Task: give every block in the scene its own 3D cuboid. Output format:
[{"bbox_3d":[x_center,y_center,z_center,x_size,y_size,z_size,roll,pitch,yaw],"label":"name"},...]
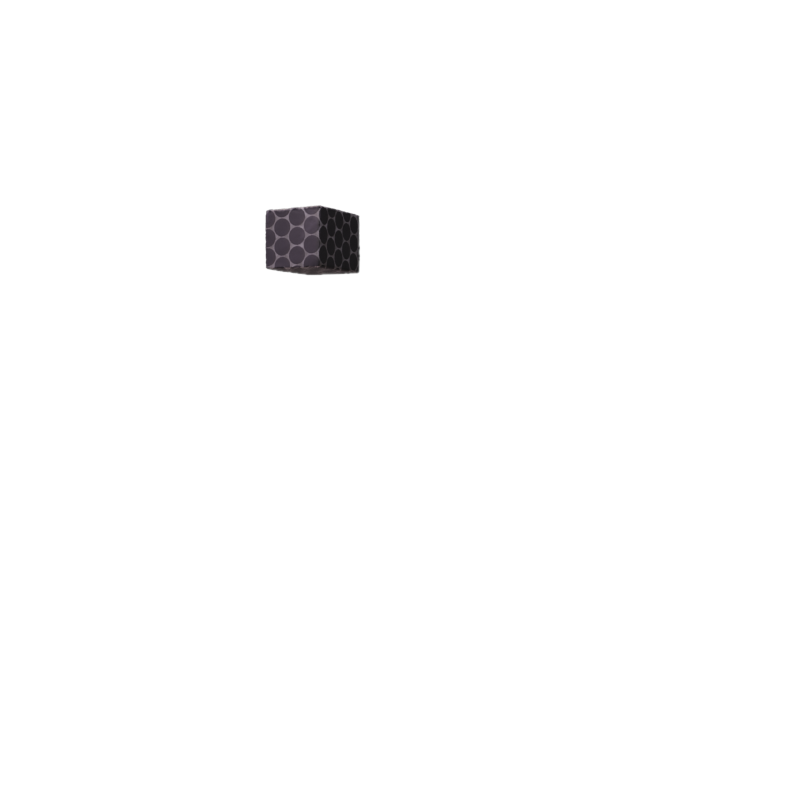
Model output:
[{"bbox_3d":[-0.074,-0.134,0.942,0.054,0.052,0.075,-1,-1,25],"label":"block"}]
